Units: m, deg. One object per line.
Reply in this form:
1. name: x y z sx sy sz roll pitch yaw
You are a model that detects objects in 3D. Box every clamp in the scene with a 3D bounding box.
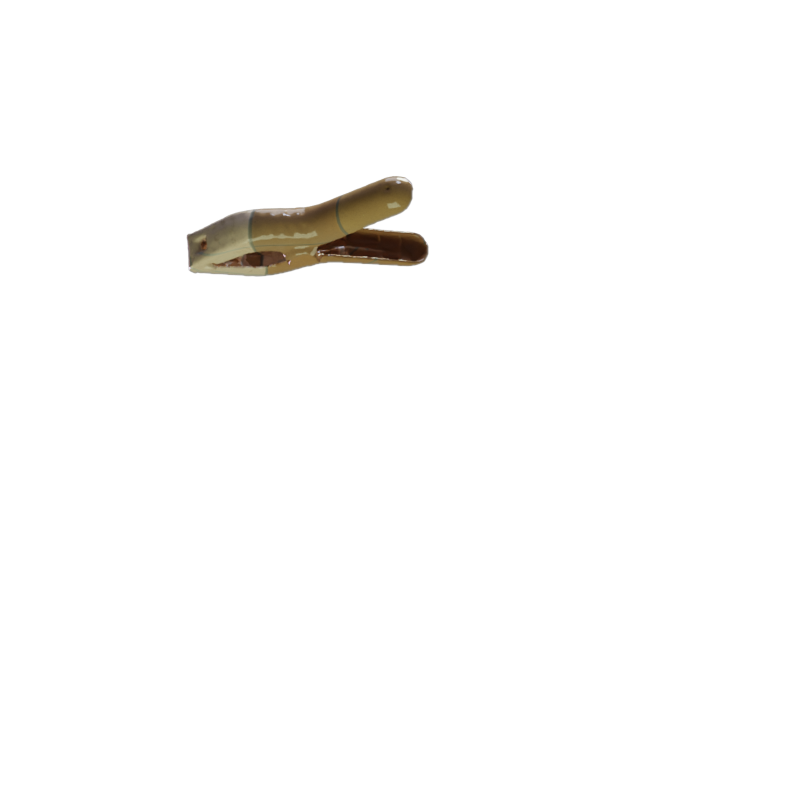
1. clamp: -0.061 -0.111 0.777 0.174 0.041 0.112 -7 -22 17
